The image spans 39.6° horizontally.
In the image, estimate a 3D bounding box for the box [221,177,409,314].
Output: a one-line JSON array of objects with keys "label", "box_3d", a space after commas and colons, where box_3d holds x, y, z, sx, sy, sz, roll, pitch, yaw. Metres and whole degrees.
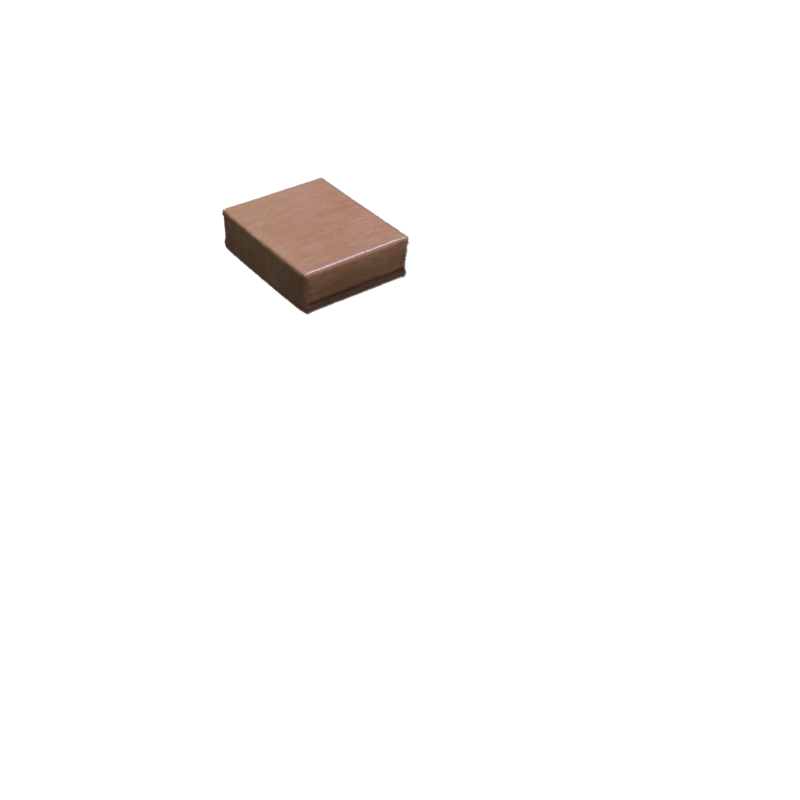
[{"label": "box", "box_3d": [-0.063, -0.115, 0.803, 0.089, 0.036, 0.122, -24, 44, -27]}]
